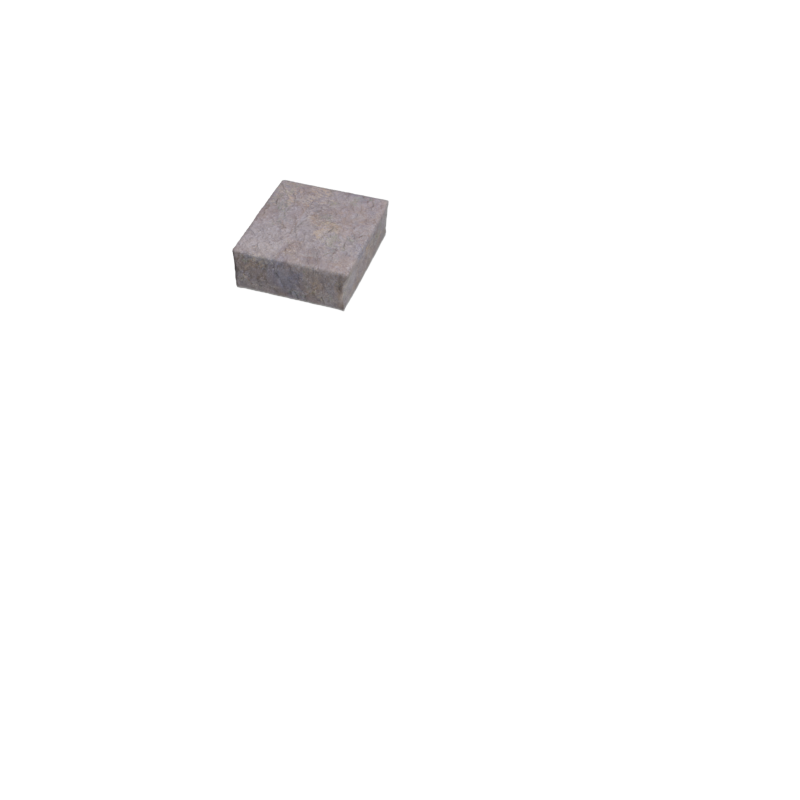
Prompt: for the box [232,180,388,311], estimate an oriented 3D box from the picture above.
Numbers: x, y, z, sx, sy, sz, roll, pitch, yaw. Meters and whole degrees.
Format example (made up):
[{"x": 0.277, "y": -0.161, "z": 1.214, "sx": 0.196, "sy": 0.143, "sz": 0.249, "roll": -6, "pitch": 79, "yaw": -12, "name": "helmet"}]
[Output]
[{"x": -0.067, "y": -0.121, "z": 0.848, "sx": 0.092, "sy": 0.036, "sz": 0.119, "roll": 11, "pitch": 41, "yaw": 12, "name": "box"}]
